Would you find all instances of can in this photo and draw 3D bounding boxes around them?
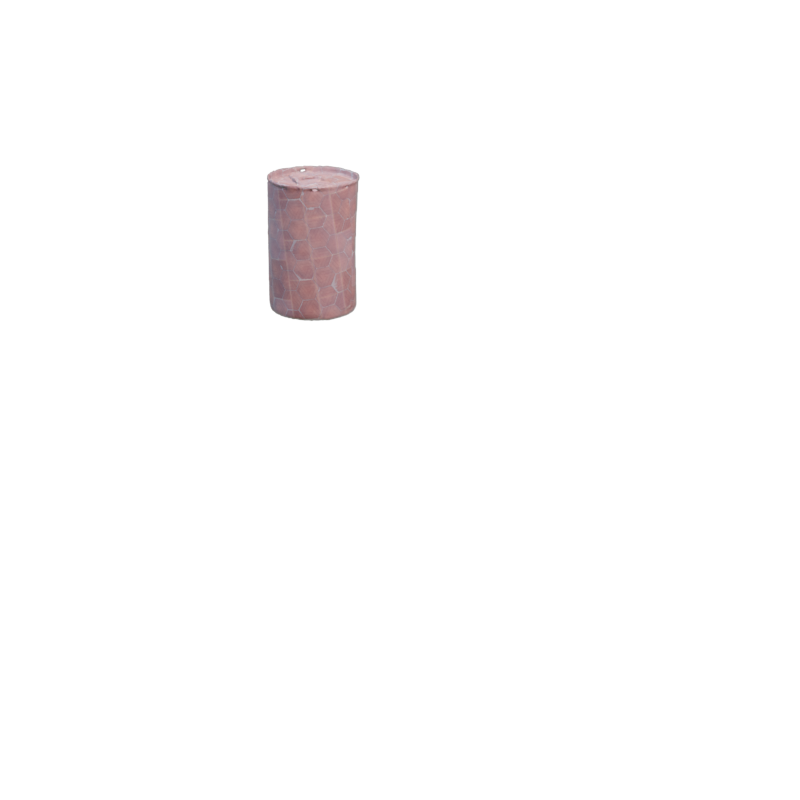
[{"bbox_3d":[-0.065,-0.118,0.826,0.068,0.098,0.072,0,20,-2],"label":"can"}]
